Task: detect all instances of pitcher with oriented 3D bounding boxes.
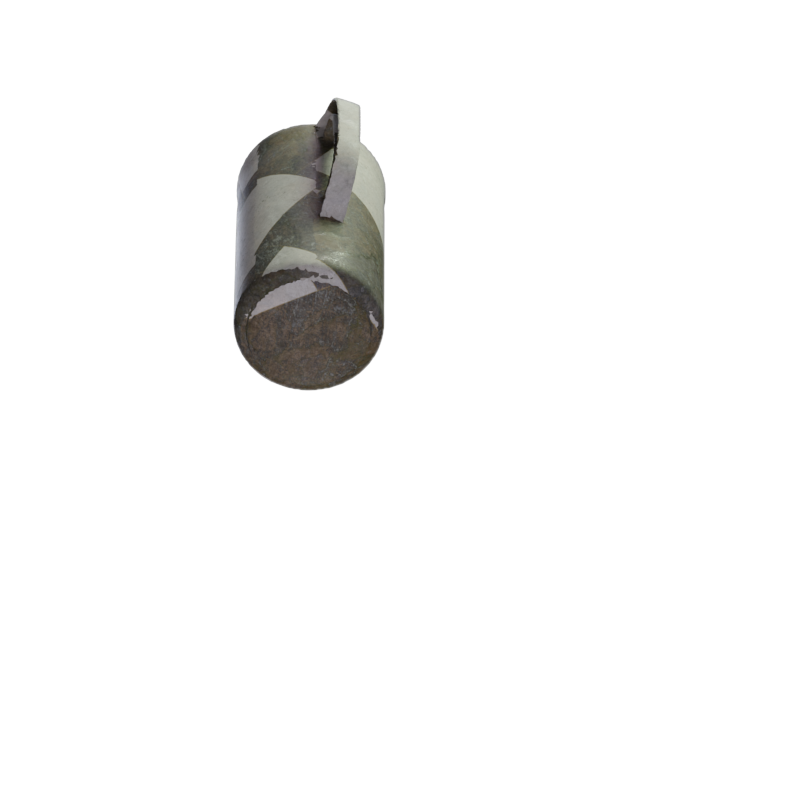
[{"bbox_3d":[-0.069,-0.126,0.883,0.145,0.140,0.259,-23,31,11],"label":"pitcher"}]
